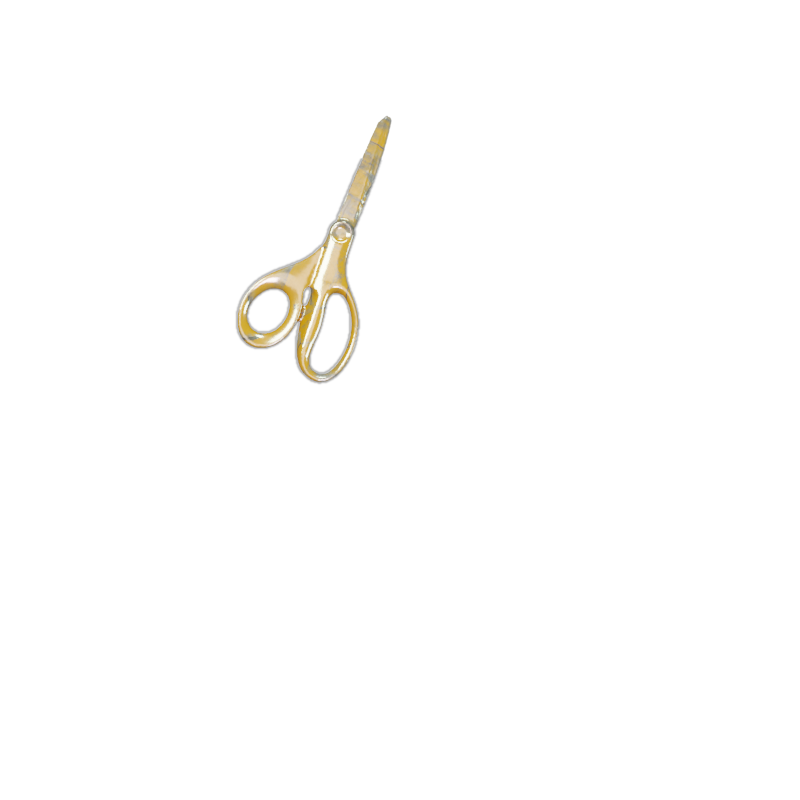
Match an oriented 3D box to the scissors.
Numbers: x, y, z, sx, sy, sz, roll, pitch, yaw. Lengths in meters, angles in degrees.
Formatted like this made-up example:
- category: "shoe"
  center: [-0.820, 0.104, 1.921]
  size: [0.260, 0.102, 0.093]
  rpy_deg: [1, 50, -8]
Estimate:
- category: "scissors"
  center: [-0.063, -0.114, 0.802]
  size: [0.096, 0.208, 0.015]
  rpy_deg: [5, -13, 1]
